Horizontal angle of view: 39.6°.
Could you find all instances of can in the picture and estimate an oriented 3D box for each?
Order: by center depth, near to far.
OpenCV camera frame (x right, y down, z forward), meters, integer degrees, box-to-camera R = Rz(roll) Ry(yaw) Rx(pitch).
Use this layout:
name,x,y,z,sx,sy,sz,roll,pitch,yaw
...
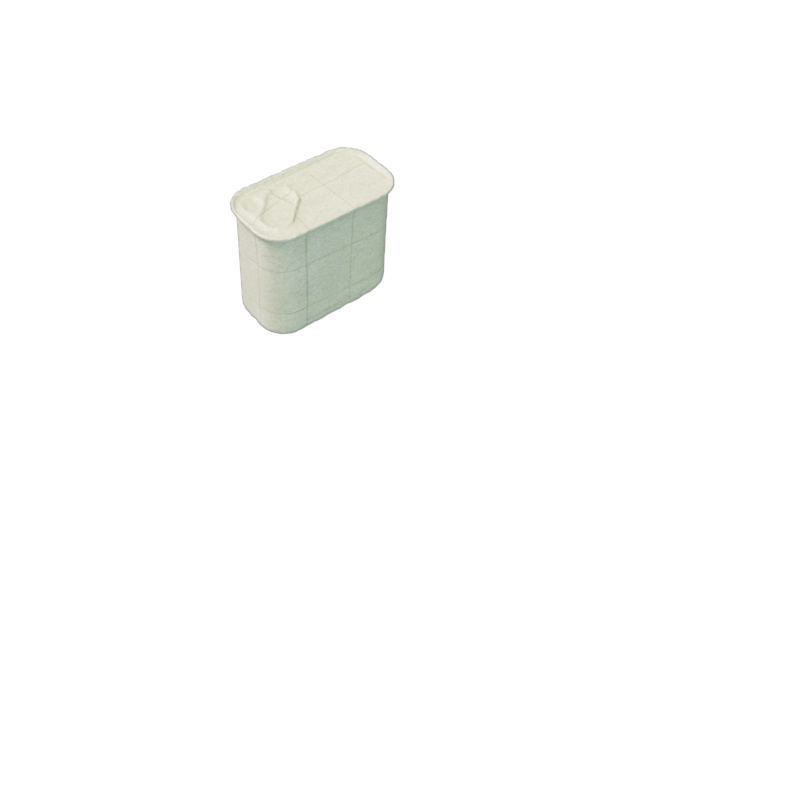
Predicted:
name,x,y,z,sx,sy,sz,roll,pitch,yaw
can,-0.055,-0.101,0.706,0.102,0.078,0.062,-29,53,-27
